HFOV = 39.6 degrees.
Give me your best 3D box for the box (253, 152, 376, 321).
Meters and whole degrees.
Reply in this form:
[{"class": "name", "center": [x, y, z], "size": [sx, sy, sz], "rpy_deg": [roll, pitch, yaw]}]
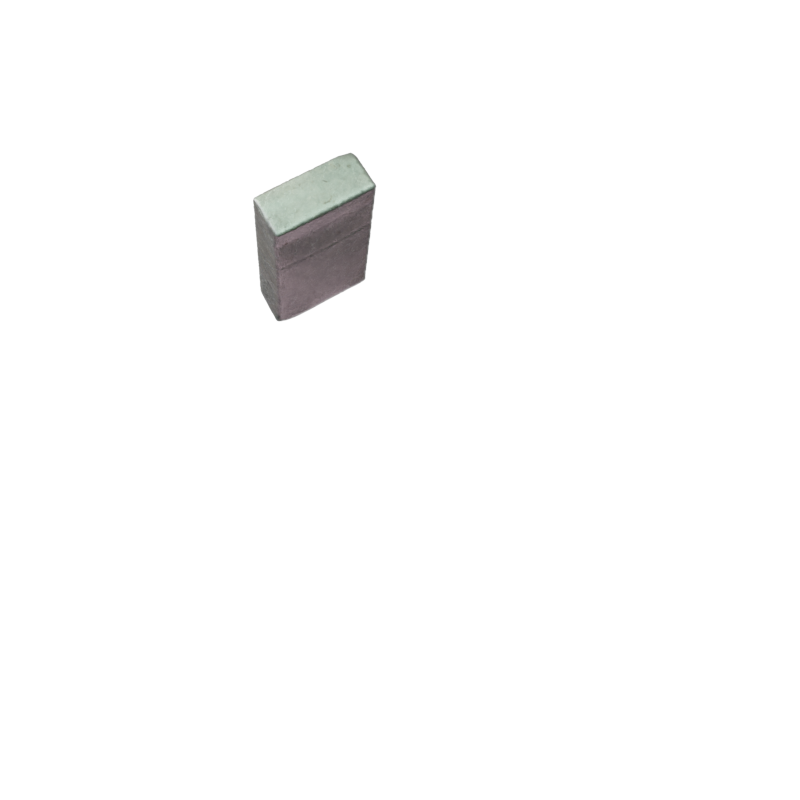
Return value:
[{"class": "box", "center": [-0.073, -0.134, 0.938], "size": [0.093, 0.051, 0.167], "rpy_deg": [-28, -18, -15]}]
